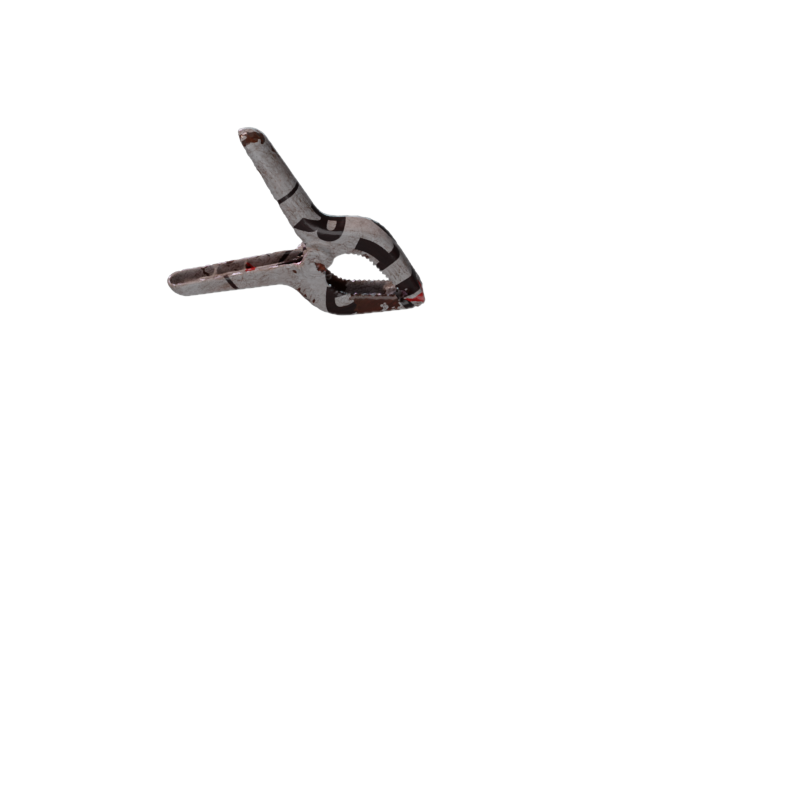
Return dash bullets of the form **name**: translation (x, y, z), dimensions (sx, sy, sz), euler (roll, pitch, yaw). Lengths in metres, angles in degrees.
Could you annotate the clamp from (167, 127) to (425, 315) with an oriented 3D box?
- **clamp**: translation (-0.071, -0.130, 0.913), dimensions (0.206, 0.157, 0.039), euler (16, 34, -11)
